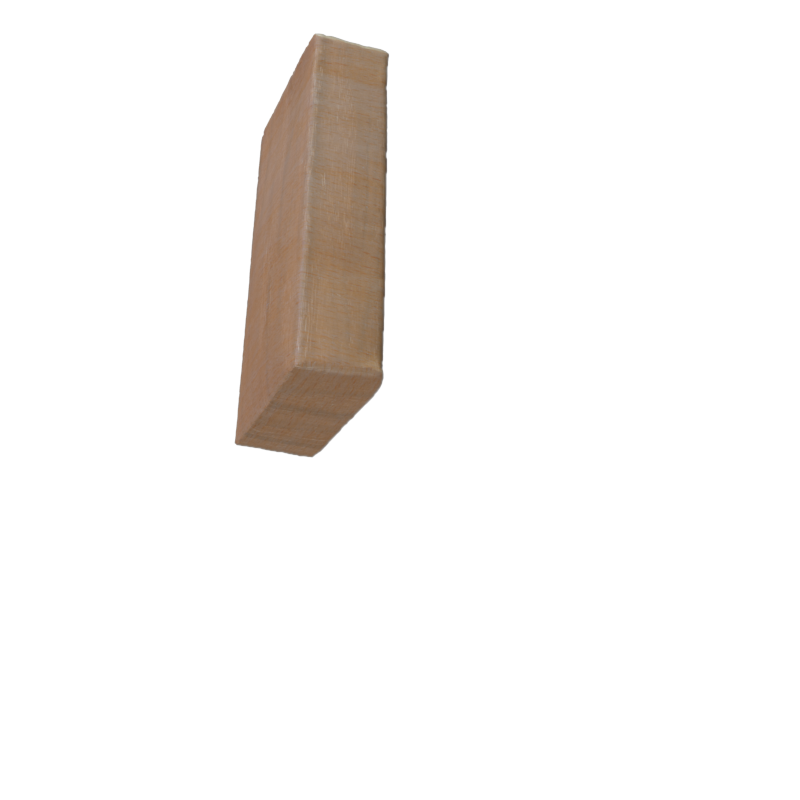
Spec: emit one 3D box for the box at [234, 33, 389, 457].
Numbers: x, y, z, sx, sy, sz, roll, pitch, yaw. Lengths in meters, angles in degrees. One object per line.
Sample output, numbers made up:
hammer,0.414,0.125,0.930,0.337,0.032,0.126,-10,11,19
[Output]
box,-0.041,-0.074,0.518,0.047,0.188,0.090,10,-31,-21
